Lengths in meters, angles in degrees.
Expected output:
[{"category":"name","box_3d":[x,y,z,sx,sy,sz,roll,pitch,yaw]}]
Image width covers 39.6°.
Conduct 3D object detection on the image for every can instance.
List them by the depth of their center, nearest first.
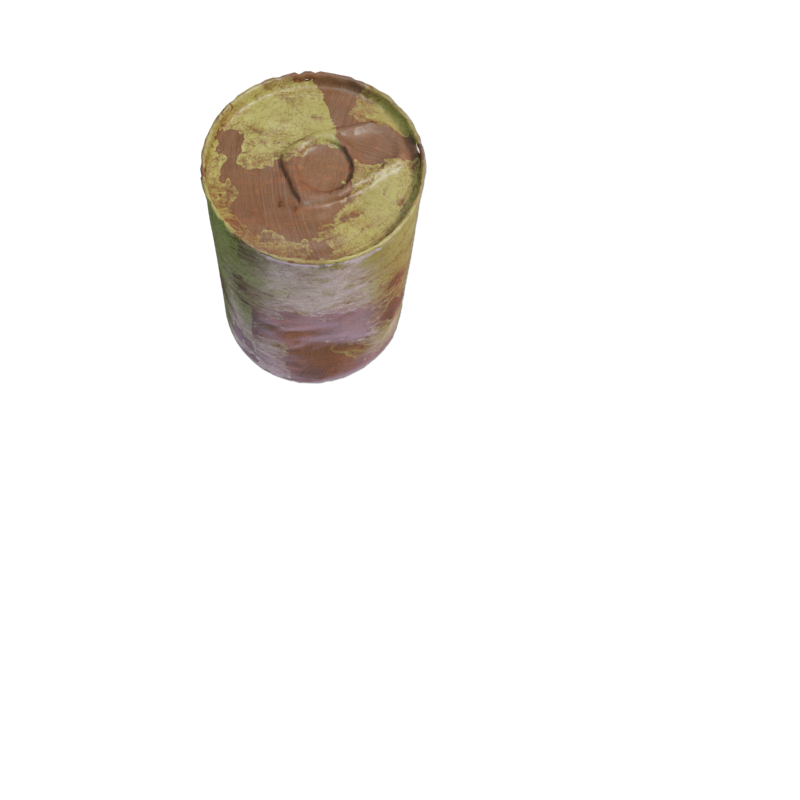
[{"category":"can","box_3d":[-0.029,-0.054,0.377,0.068,0.072,0.097,0,-23,-3]}]
